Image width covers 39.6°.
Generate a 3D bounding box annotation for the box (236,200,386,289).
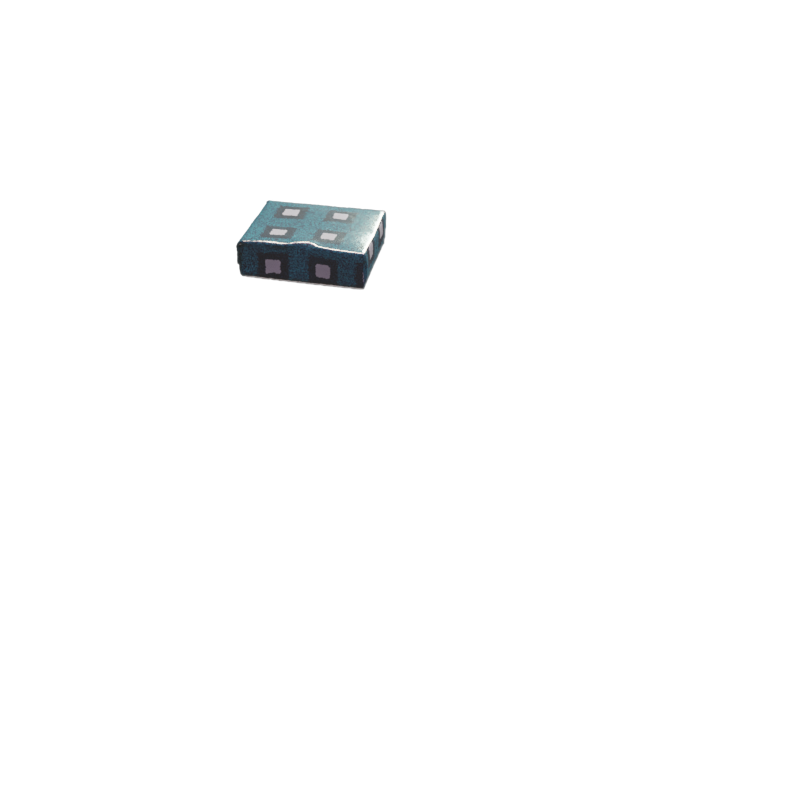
[{"bbox_3d":[-0.060,-0.109,0.764,0.091,0.028,0.076,7,32,11],"label":"box"}]
